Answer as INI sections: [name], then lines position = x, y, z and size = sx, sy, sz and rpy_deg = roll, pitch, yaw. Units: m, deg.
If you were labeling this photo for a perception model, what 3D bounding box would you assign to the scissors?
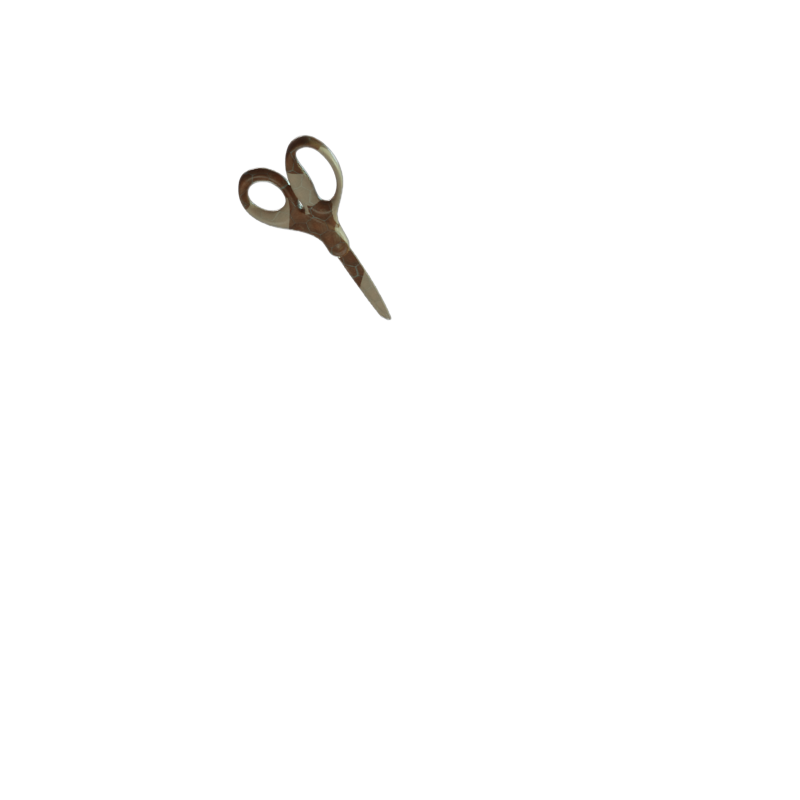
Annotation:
[scissors]
position = -0.074, -0.134, 0.942
size = 0.097, 0.187, 0.017
rpy_deg = -9, 39, 8
